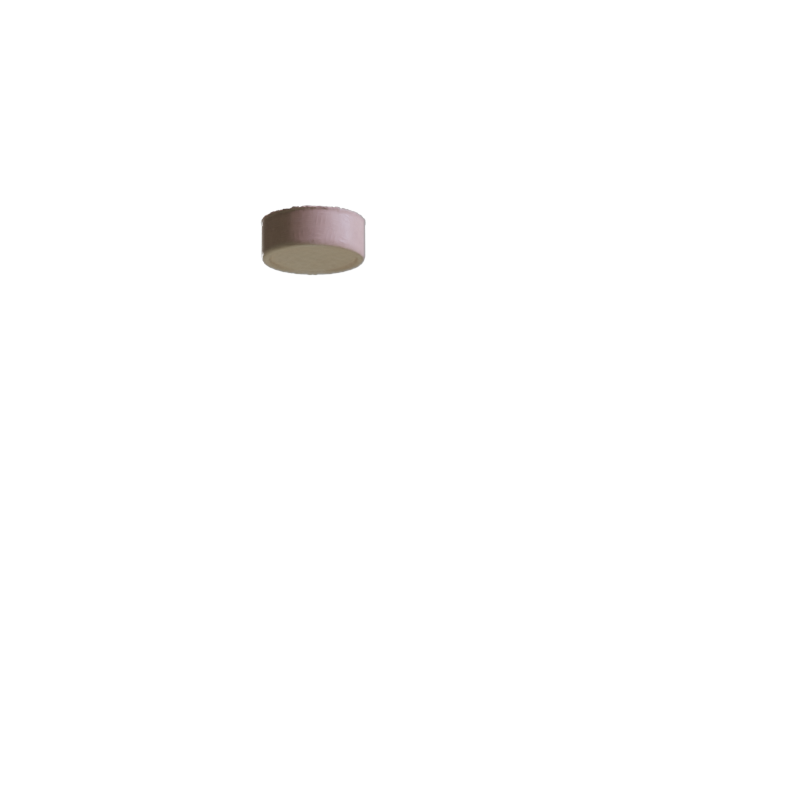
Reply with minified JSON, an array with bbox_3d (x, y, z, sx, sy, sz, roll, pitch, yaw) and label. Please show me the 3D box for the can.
[{"bbox_3d":[-0.071,-0.129,0.901,0.086,0.035,0.083,0,-11,-2],"label":"can"}]
